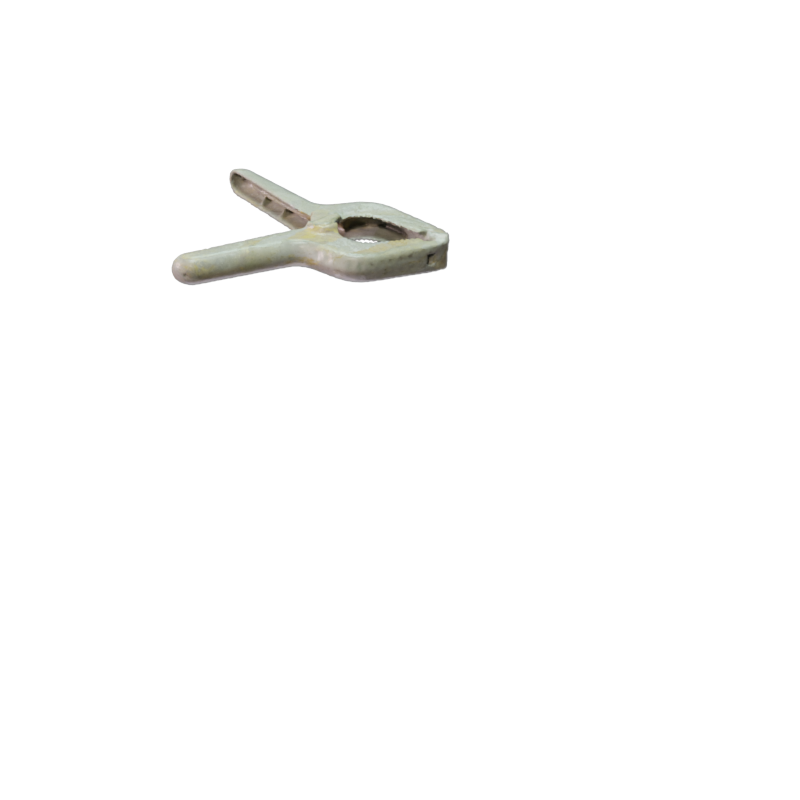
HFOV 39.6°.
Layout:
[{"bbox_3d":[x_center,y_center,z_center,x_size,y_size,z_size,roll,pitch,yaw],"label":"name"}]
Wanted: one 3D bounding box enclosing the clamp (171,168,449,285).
[{"bbox_3d":[-0.069,-0.126,0.884,0.216,0.034,0.171,12,39,15],"label":"clamp"}]
